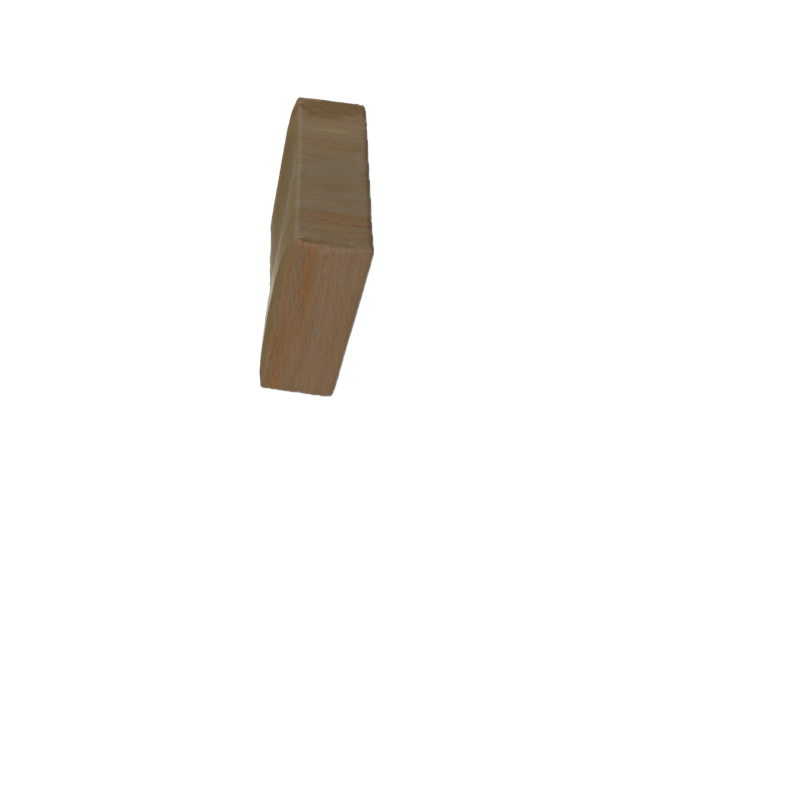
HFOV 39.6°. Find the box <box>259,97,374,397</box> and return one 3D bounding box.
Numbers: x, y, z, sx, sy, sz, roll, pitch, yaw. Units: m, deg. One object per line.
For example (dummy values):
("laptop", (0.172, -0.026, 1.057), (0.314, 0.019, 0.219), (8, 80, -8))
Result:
("box", (-0.075, -0.137, 0.963), (0.071, 0.155, 0.229), (8, 42, -11))
